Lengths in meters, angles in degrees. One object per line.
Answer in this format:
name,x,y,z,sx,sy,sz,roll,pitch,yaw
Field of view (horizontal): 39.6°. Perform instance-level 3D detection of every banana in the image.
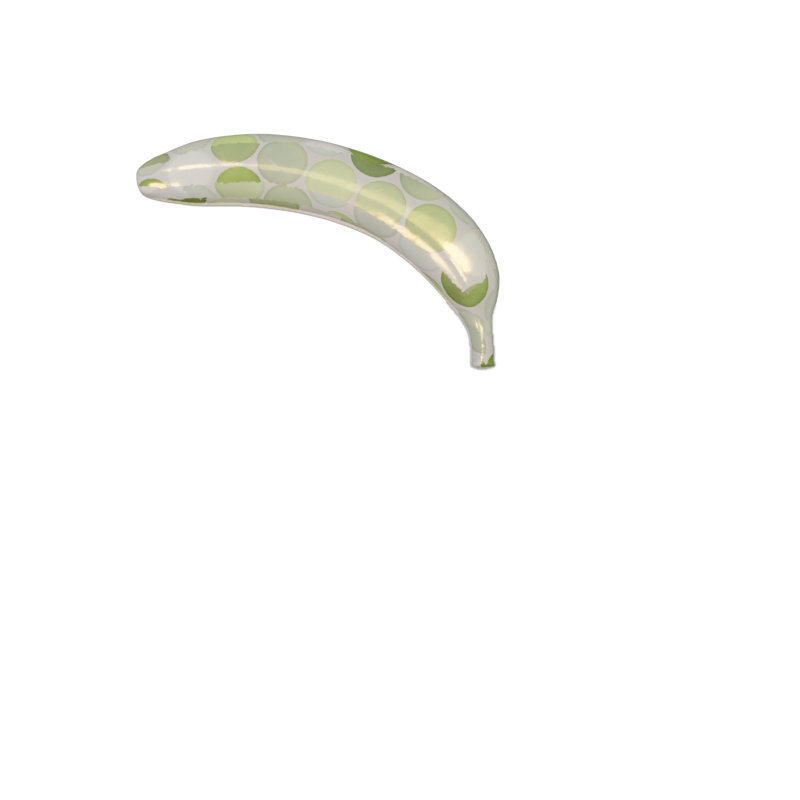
banana,-0.030,-0.090,0.537,0.202,0.071,0.035,27,-17,9
